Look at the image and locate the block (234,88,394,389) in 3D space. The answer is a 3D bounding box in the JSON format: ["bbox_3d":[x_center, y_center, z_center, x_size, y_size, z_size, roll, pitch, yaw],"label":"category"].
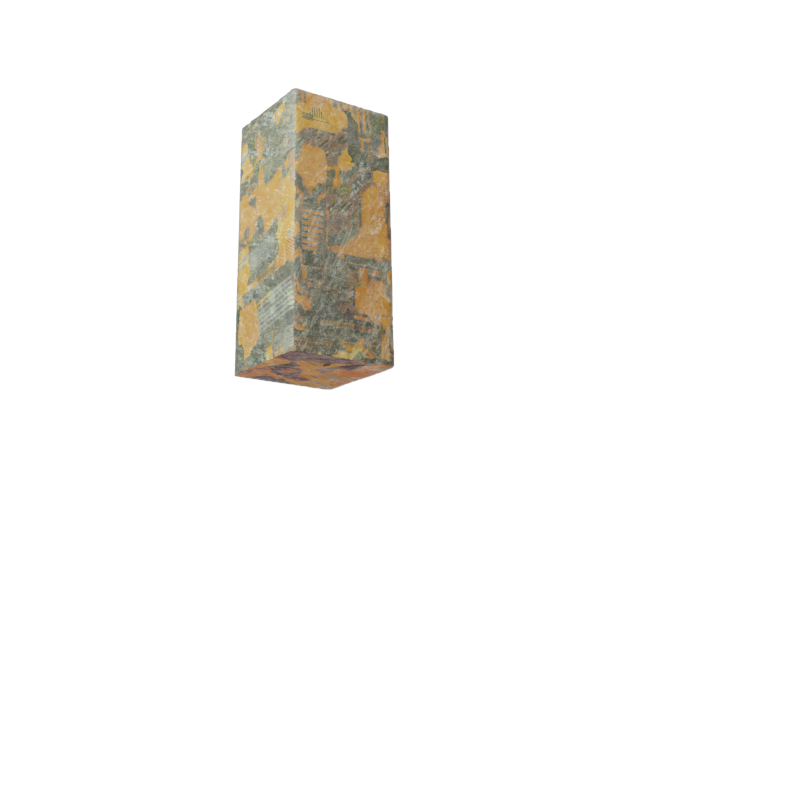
[{"bbox_3d":[-0.067,-0.122,0.858,0.086,0.216,0.090,11,-23,-33],"label":"block"}]
